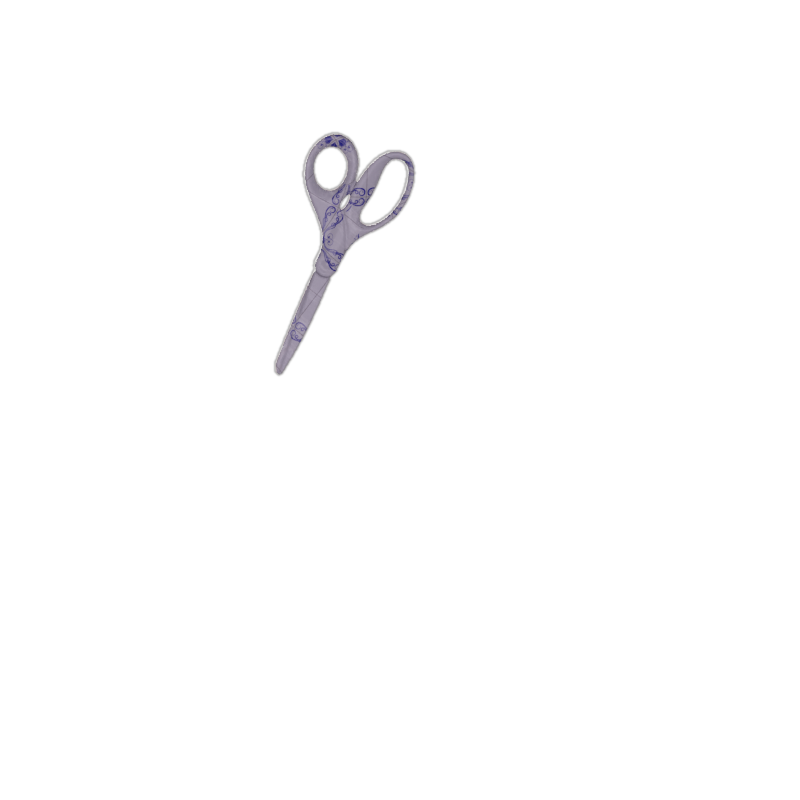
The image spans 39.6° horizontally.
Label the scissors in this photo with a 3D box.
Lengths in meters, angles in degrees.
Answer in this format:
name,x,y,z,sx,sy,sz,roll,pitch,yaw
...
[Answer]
name,x,y,z,sx,sy,sz,roll,pitch,yaw
scissors,-0.069,-0.126,0.886,0.096,0.201,0.016,40,2,-2
